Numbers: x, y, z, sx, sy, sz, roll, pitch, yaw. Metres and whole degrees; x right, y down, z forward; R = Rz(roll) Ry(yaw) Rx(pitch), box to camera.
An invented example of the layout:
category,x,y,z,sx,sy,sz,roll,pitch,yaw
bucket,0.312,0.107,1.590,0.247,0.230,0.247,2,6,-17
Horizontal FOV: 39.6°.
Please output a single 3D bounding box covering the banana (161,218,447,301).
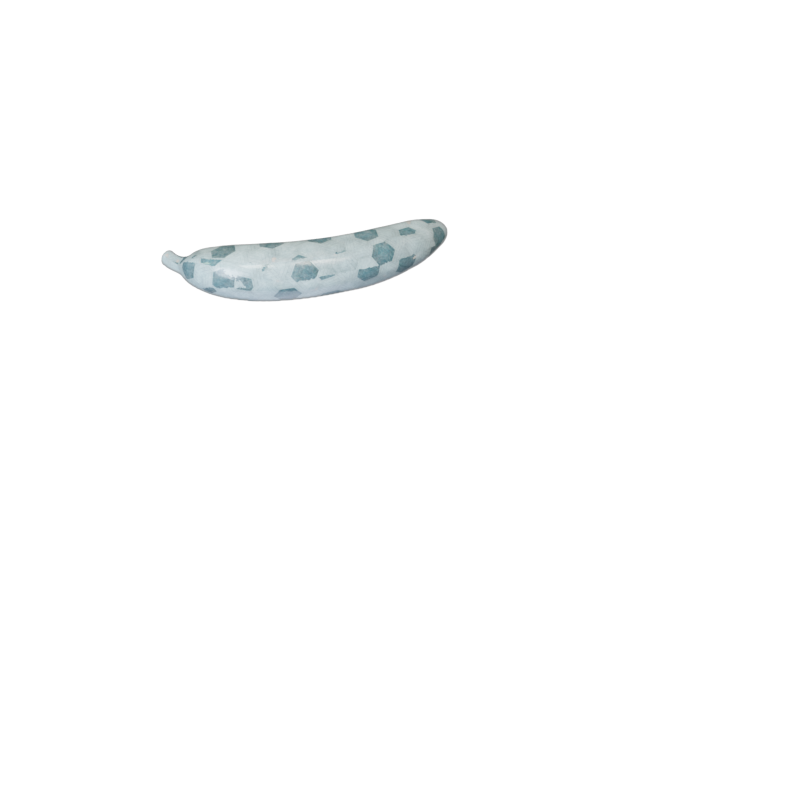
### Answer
category,x,y,z,sx,sy,sz,roll,pitch,yaw
banana,-0.059,-0.095,0.735,0.196,0.034,0.075,-6,37,-7
